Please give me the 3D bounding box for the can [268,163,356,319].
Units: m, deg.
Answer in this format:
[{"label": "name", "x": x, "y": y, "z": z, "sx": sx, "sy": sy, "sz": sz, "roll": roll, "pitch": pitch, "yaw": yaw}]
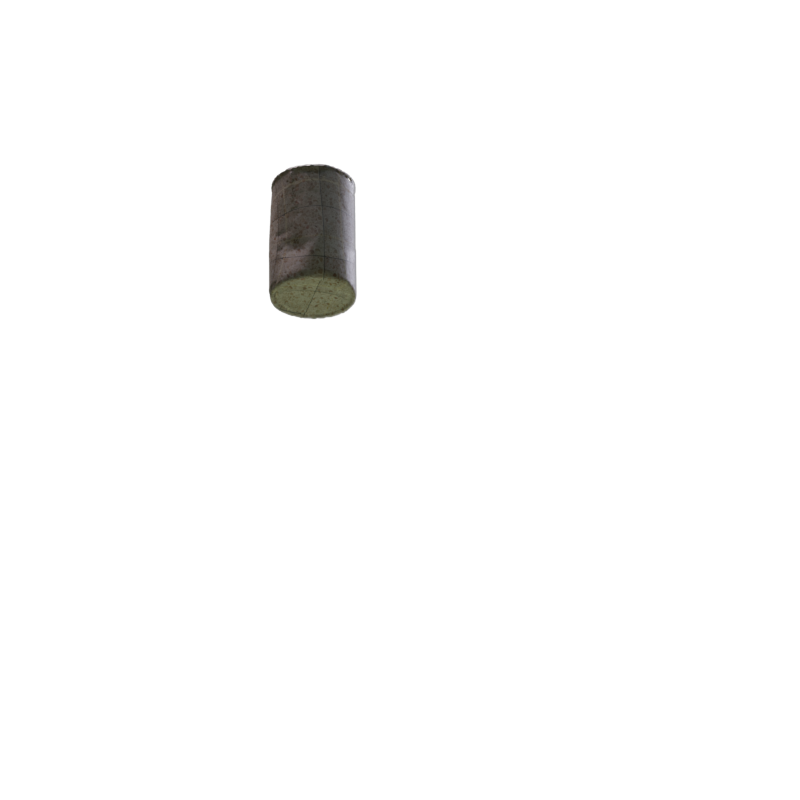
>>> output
[{"label": "can", "x": -0.067, "y": -0.123, "z": 0.861, "sx": 0.068, "sy": 0.109, "sz": 0.064, "roll": 0, "pitch": -29, "yaw": -2}]
